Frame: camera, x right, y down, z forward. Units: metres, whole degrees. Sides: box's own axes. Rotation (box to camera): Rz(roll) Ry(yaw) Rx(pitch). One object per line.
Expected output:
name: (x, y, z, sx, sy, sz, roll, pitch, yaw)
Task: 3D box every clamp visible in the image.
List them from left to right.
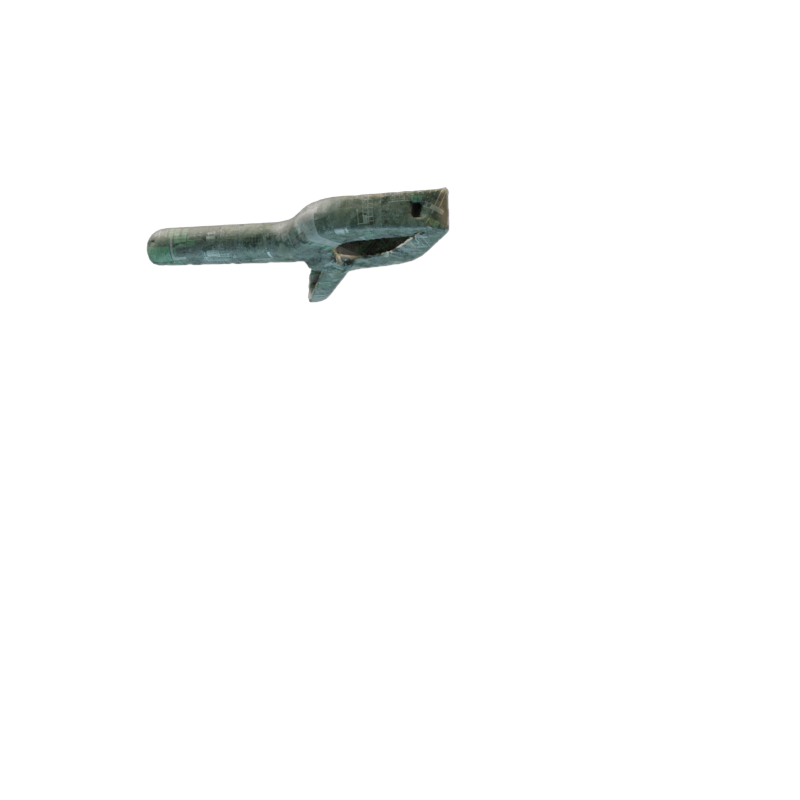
clamp: (-0.058, -0.106, 0.740, 0.157, 0.037, 0.214, 7, -11, -39)
